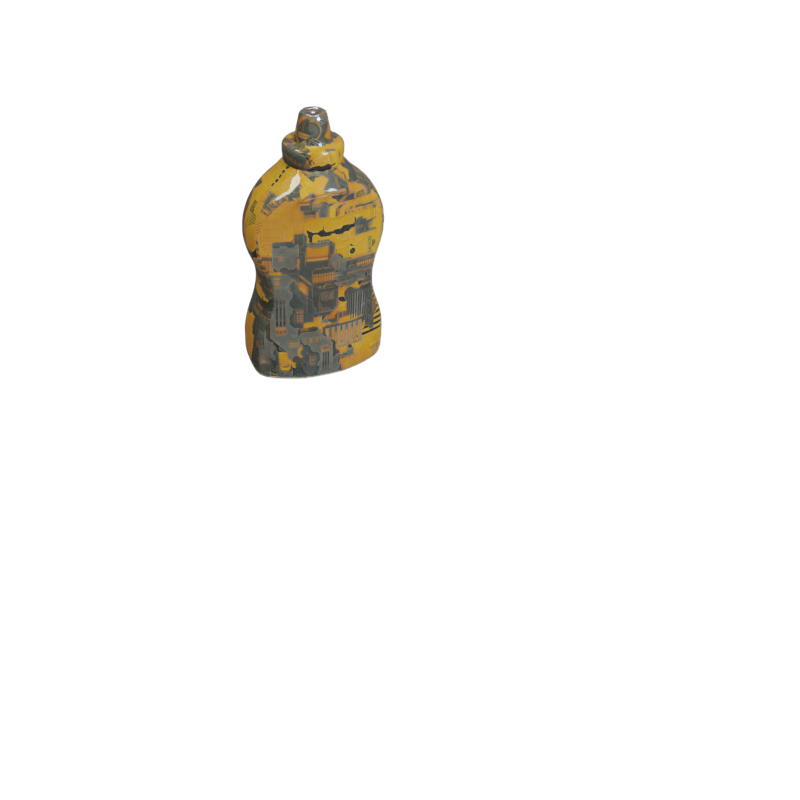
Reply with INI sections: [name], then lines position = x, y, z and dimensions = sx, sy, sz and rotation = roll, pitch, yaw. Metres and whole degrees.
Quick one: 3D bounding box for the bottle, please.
[bottle]
position = -0.059, -0.108, 0.755
dimensions = 0.095, 0.180, 0.063
rotation = -9, 34, -16
